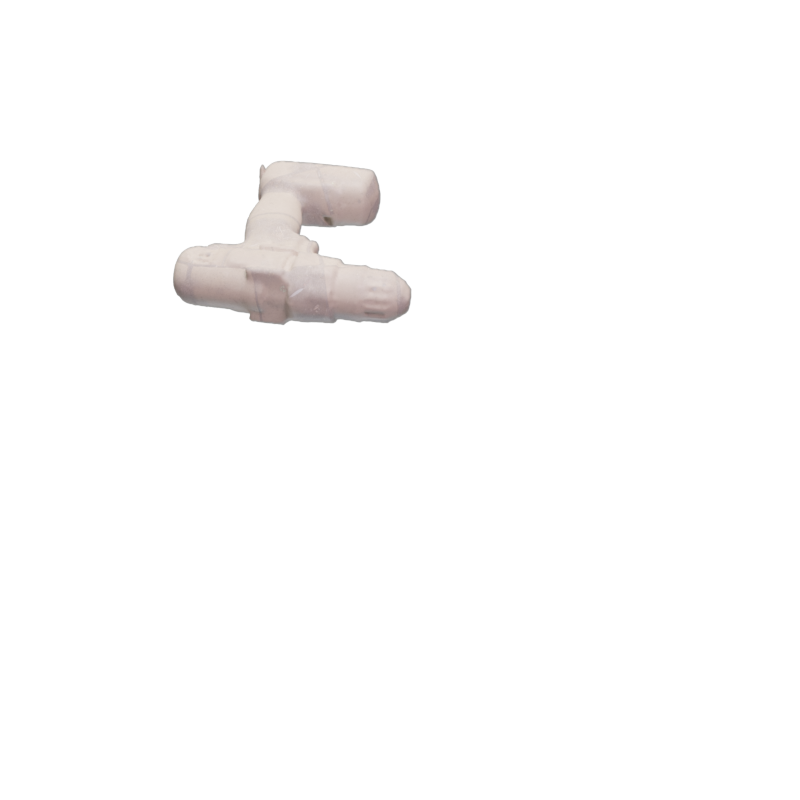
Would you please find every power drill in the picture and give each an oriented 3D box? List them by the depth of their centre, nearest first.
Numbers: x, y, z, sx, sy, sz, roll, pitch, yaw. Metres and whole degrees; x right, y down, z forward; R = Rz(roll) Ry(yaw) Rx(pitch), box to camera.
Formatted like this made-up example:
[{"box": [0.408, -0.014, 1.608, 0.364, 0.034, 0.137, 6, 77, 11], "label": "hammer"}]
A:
[{"box": [-0.070, -0.128, 0.898, 0.188, 0.054, 0.196, 7, 35, 10], "label": "power drill"}]
